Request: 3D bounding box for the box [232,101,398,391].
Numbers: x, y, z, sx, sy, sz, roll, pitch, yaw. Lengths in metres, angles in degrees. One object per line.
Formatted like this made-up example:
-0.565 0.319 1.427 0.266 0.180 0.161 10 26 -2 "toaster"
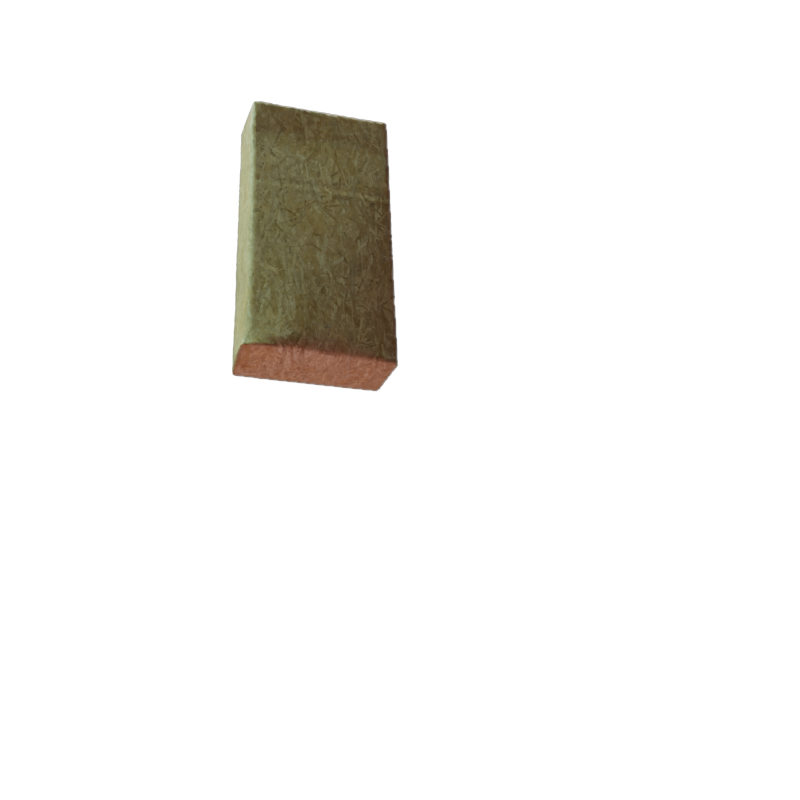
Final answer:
-0.054 -0.098 0.686 0.091 0.188 0.046 7 -32 -14 "box"
